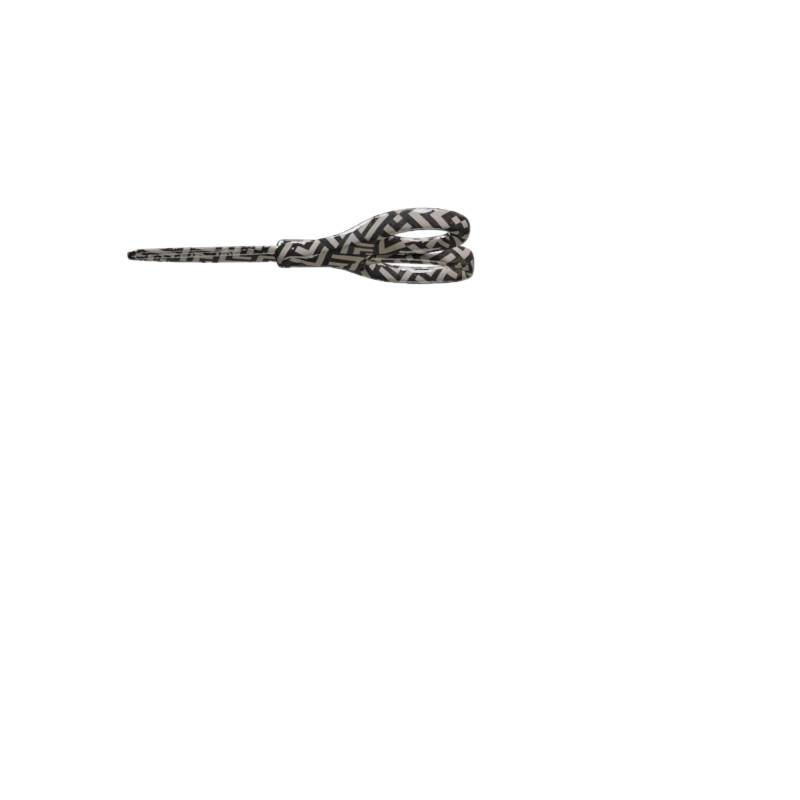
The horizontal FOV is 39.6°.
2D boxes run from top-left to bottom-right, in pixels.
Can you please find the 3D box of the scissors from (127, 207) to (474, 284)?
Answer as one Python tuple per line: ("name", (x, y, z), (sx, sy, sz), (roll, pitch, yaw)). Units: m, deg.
("scissors", (-0.049, -0.089, 0.626), (0.198, 0.016, 0.094), (4, -17, -13))
